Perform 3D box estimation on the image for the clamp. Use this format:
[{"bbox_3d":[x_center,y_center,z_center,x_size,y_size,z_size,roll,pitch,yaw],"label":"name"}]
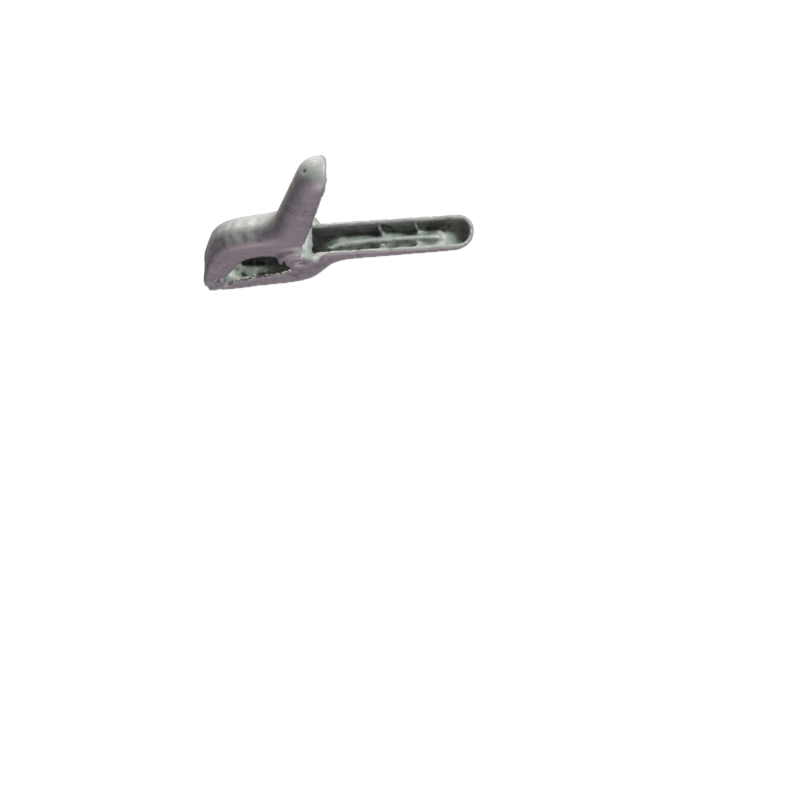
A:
[{"bbox_3d":[-0.064,-0.116,0.811,0.156,0.038,0.212,12,-19,-40],"label":"clamp"}]
